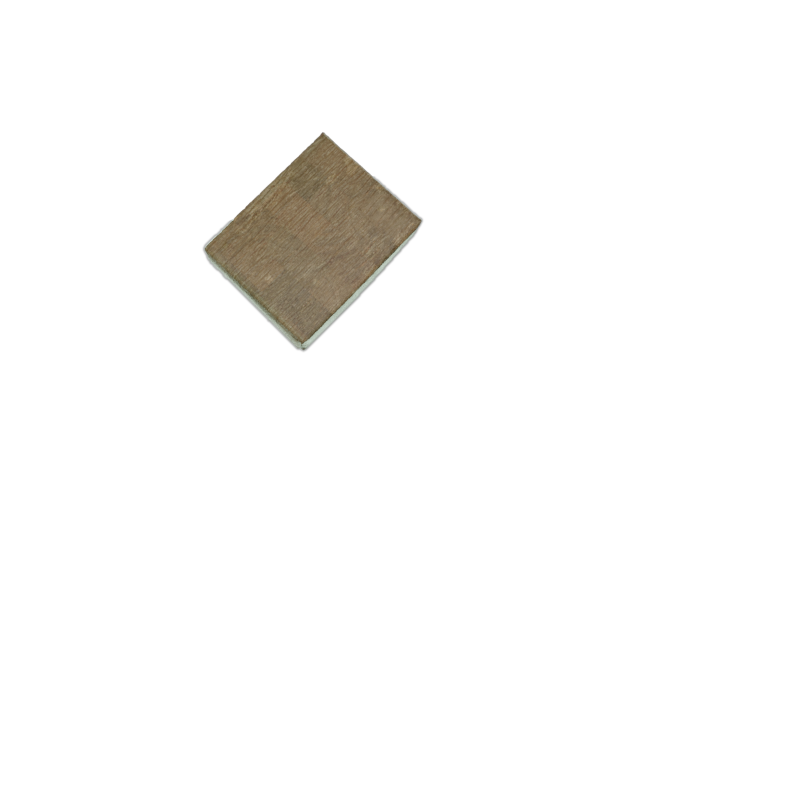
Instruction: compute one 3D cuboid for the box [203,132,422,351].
[{"bbox_3d":[-0.056,-0.102,0.718,0.092,0.114,0.037,42,-12,10],"label":"box"}]
